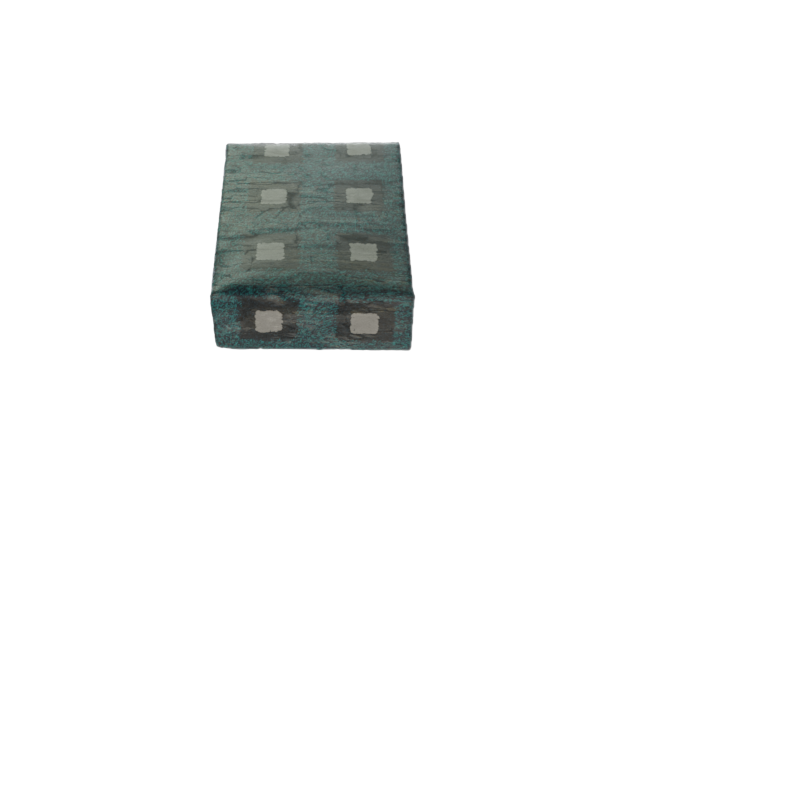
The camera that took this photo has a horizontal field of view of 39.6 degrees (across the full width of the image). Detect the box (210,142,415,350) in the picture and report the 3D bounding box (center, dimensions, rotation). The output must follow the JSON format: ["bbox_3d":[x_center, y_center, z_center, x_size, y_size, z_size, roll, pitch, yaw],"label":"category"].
[{"bbox_3d":[-0.076,-0.139,0.970,0.164,0.067,0.230,-1,44,-2],"label":"box"}]
